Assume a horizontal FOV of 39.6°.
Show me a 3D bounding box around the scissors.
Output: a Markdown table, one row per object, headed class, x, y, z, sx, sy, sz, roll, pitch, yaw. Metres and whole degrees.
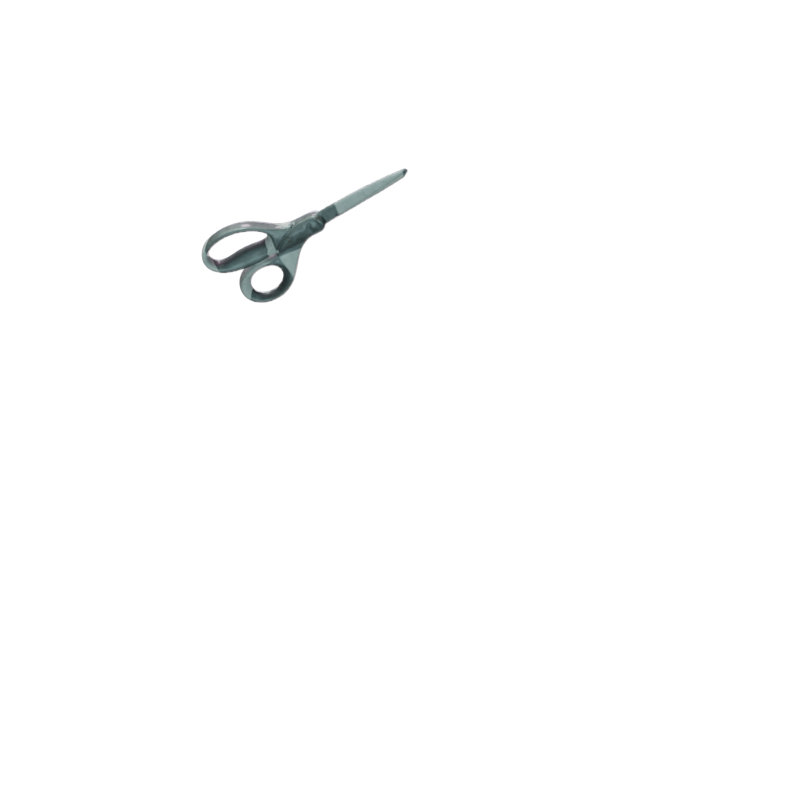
| class | x | y | z | sx | sy | sz | roll | pitch | yaw |
| --- | --- | --- | --- | --- | --- | --- | --- | --- | --- |
| scissors | -0.078 | -0.142 | 0.992 | 0.203 | 0.089 | 0.017 | -14 | 38 | 11 |
